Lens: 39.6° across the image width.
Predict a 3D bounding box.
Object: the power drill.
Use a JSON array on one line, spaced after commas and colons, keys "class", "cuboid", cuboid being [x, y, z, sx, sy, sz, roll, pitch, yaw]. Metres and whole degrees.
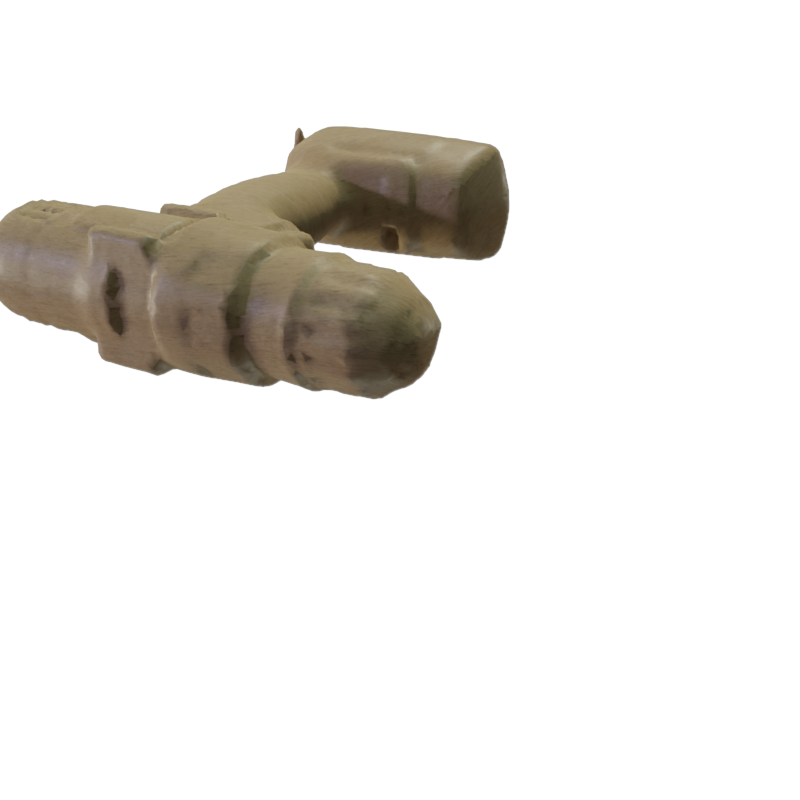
[{"class": "power drill", "cuboid": [-0.033, -0.061, 0.424, 0.194, 0.055, 0.187, 15, 27, 32]}]
